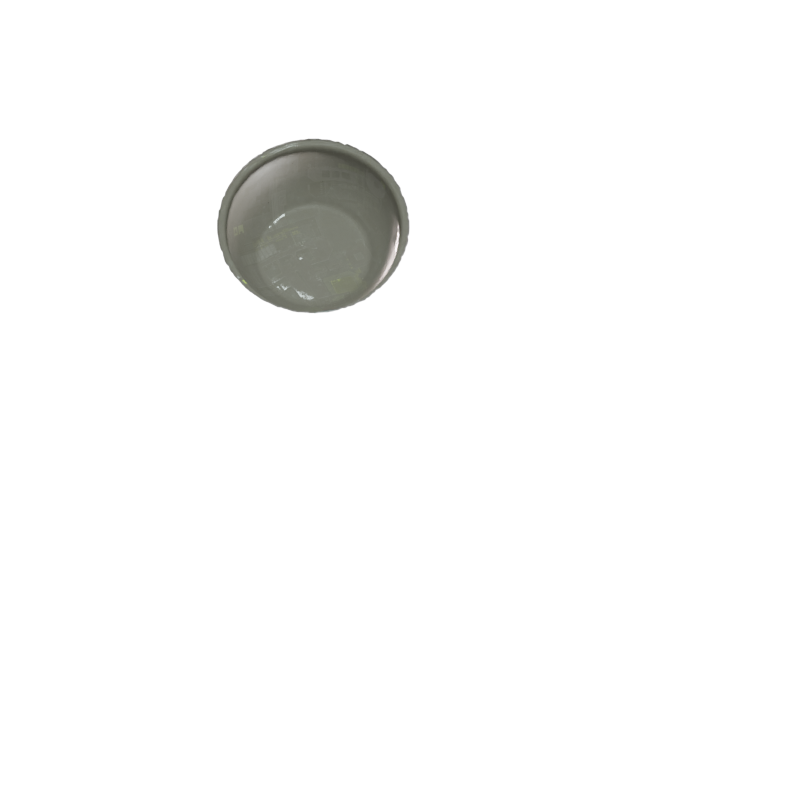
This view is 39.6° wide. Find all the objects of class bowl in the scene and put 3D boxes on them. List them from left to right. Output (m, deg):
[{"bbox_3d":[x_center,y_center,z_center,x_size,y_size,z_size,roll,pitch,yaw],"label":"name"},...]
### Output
[{"bbox_3d":[-0.071,-0.130,0.912,0.162,0.153,0.058,1,28,-1],"label":"bowl"}]
